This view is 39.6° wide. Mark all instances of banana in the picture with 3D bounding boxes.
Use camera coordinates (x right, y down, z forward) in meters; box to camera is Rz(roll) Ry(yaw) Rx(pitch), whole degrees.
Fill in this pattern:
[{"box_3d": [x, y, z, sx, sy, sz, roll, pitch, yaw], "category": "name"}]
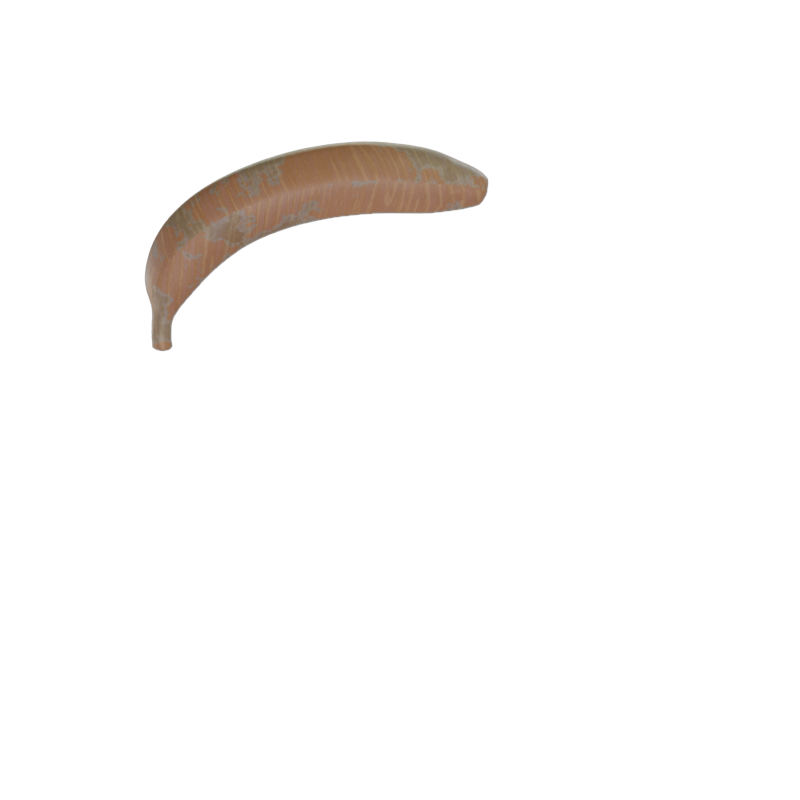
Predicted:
[{"box_3d": [-0.057, -0.094, 0.570, 0.198, 0.065, 0.039, -23, 30, 13], "category": "banana"}]
